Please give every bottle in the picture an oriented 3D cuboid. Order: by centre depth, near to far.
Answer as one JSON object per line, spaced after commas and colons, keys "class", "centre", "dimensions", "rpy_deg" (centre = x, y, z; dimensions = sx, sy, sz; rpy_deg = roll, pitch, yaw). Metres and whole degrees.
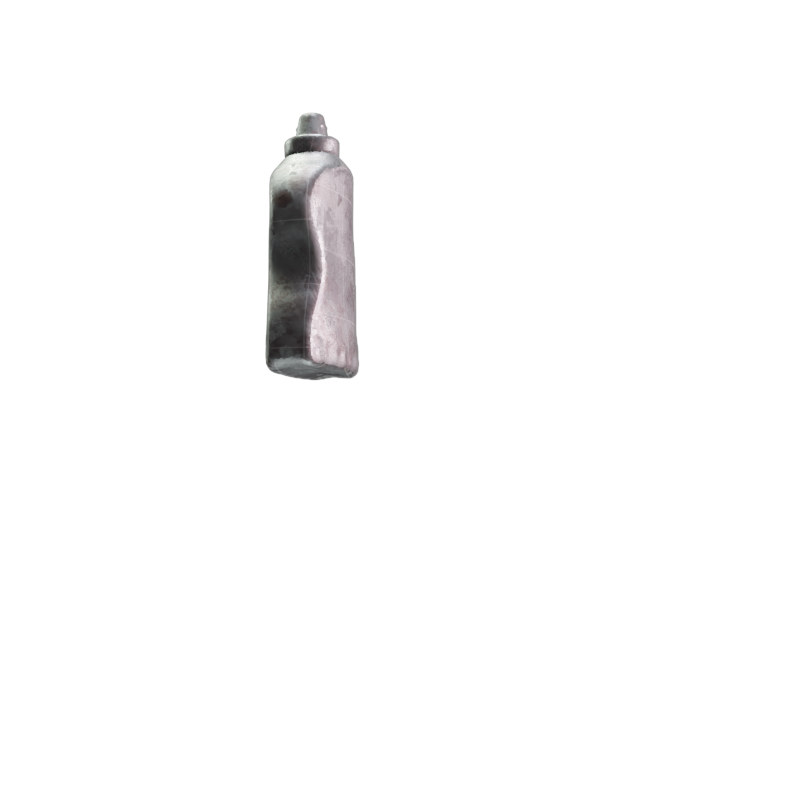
{"class": "bottle", "centre": [-0.063, -0.114, 0.799], "dimensions": [0.060, 0.198, 0.091], "rpy_deg": [-6, -12, 20]}
